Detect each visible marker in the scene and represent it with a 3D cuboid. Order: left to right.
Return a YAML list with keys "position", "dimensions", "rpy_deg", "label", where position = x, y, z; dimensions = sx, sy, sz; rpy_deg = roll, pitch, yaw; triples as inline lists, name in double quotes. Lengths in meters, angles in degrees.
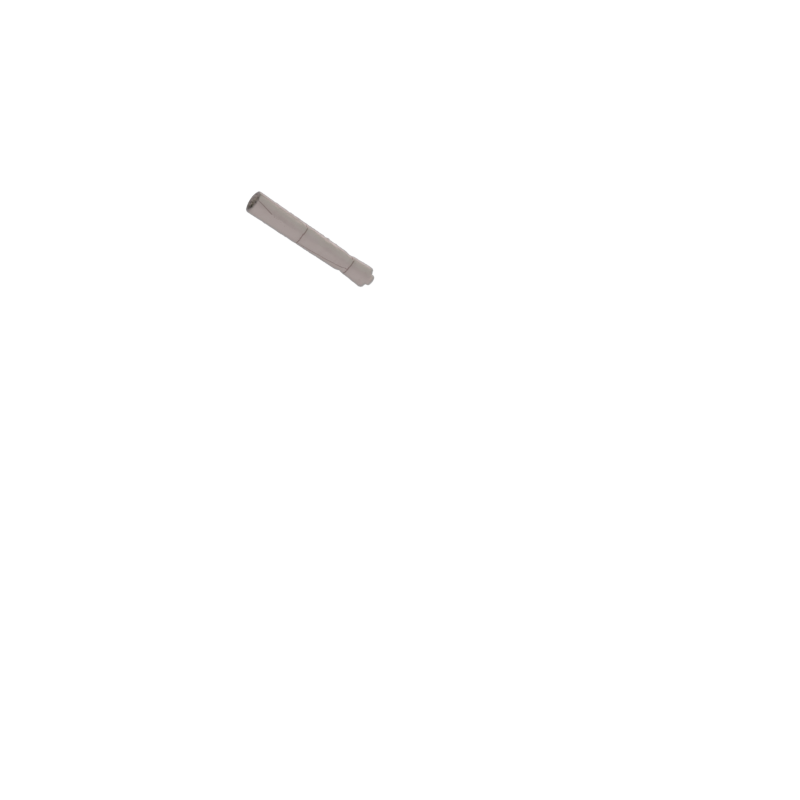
- position: [-0.069, -0.125, 0.876]
  dimensions: [0.115, 0.020, 0.020]
  rpy_deg: [32, -11, -23]
  label: "marker"
